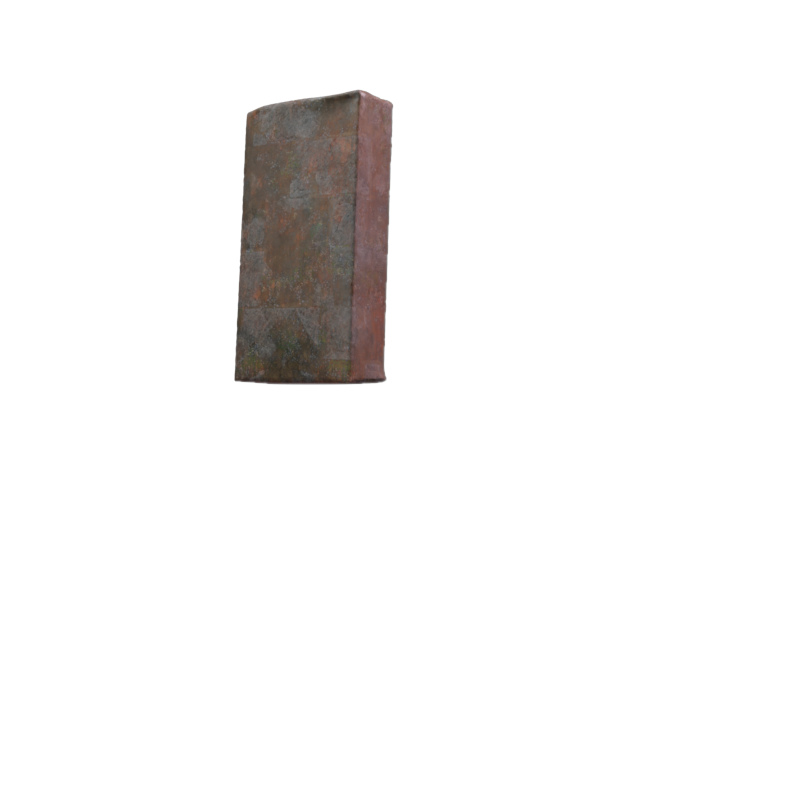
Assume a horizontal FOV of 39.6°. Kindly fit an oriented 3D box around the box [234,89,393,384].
[{"bbox_3d":[-0.054,-0.098,0.689,0.096,0.179,0.046,-4,-7,35],"label":"box"}]
